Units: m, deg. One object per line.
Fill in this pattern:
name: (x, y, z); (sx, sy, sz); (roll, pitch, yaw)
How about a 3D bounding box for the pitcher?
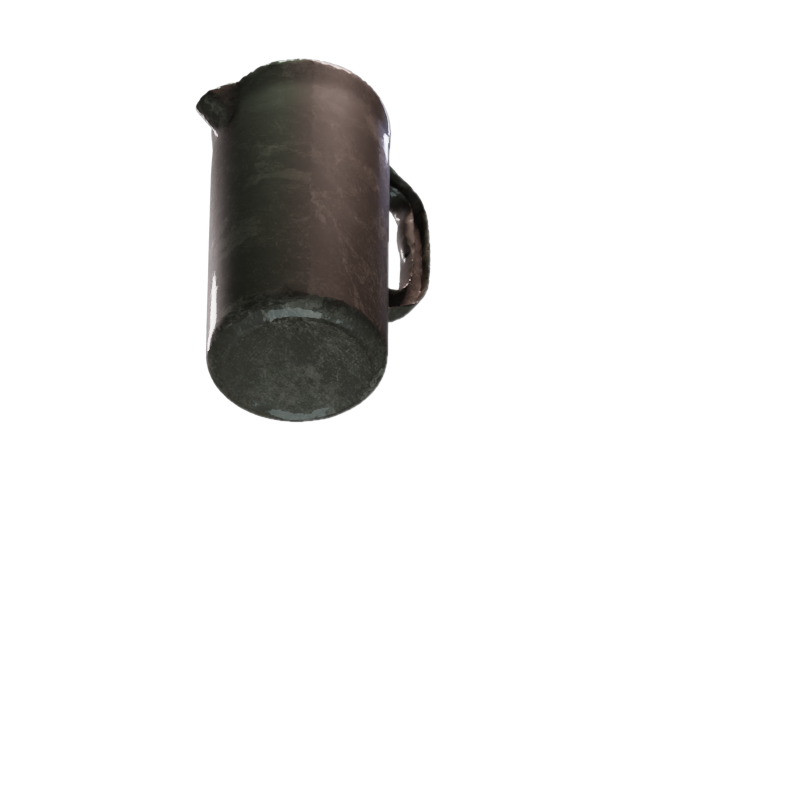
pitcher: (-0.058, -0.106, 0.740); (0.150, 0.261, 0.134); (-9, -44, 6)
